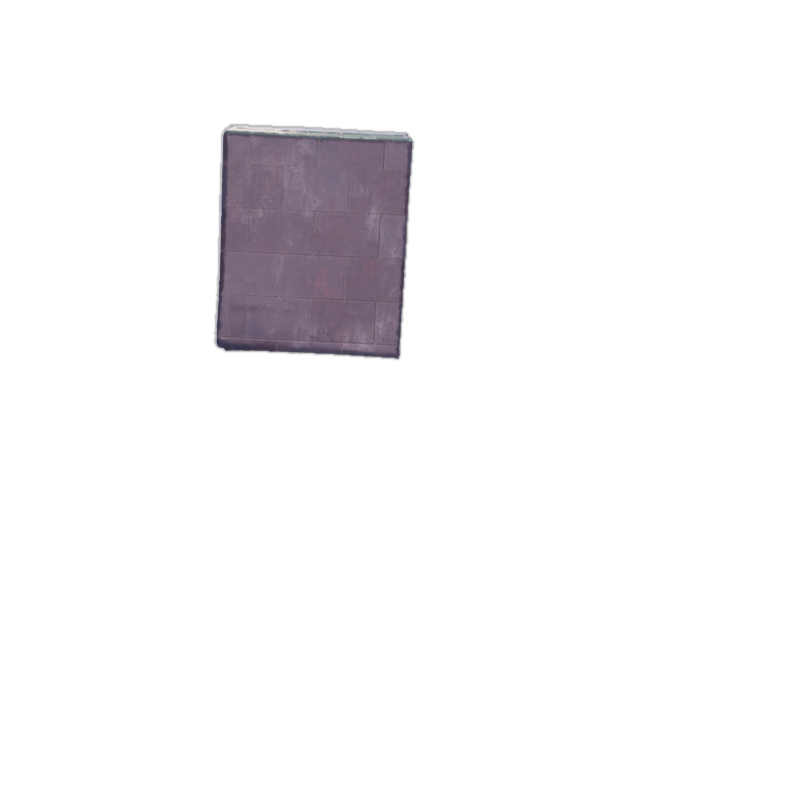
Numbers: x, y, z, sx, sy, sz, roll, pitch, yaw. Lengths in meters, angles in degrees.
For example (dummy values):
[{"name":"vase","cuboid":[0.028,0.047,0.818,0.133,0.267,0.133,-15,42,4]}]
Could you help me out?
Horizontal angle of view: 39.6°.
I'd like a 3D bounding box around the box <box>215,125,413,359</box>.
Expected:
[{"name":"box","cuboid":[-0.034,-0.063,0.440,0.073,0.087,0.031,3,10,-1]}]
